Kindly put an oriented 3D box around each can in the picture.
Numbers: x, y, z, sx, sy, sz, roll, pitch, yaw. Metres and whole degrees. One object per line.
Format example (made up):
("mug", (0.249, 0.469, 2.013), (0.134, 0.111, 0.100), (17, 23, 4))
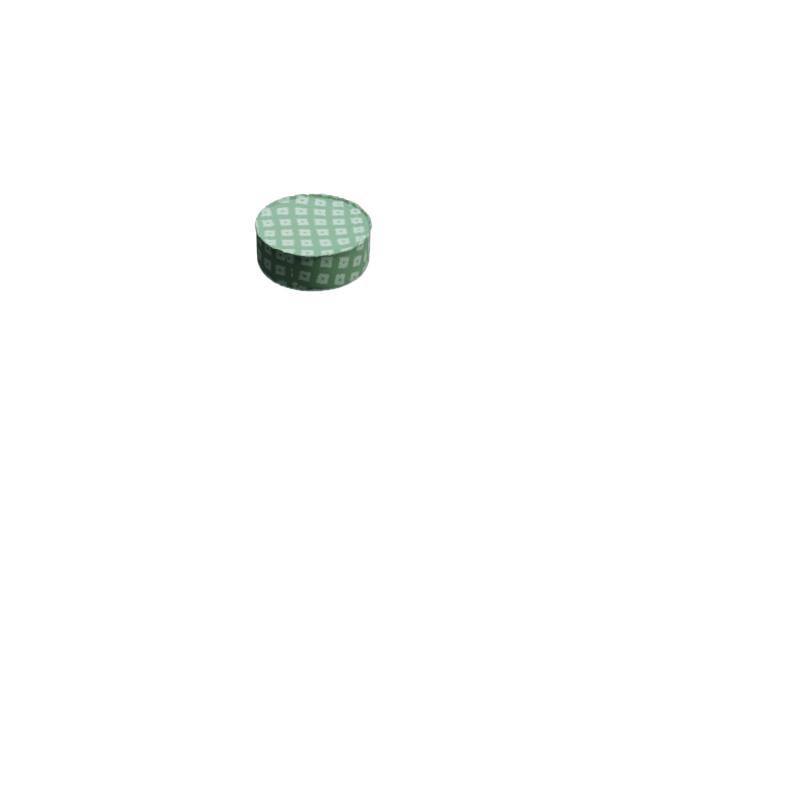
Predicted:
("can", (-0.064, -0.117, 0.821), (0.086, 0.031, 0.092), (-1, 38, -2))
